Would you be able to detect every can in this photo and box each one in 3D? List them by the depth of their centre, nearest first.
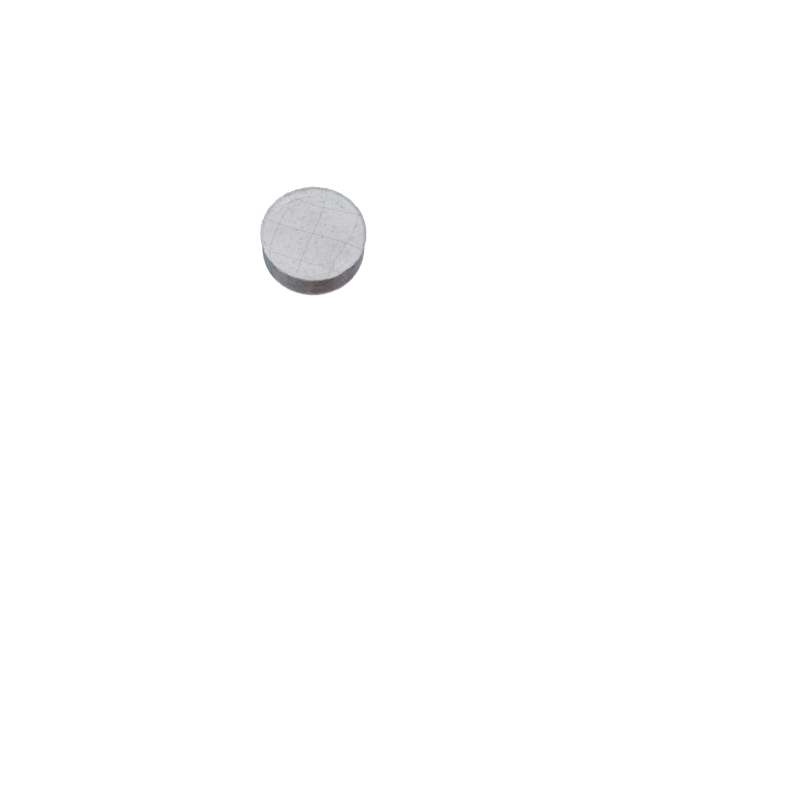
[{"bbox_3d":[-0.071,-0.130,0.908,0.086,0.091,0.032,-1,-26,-1],"label":"can"}]
